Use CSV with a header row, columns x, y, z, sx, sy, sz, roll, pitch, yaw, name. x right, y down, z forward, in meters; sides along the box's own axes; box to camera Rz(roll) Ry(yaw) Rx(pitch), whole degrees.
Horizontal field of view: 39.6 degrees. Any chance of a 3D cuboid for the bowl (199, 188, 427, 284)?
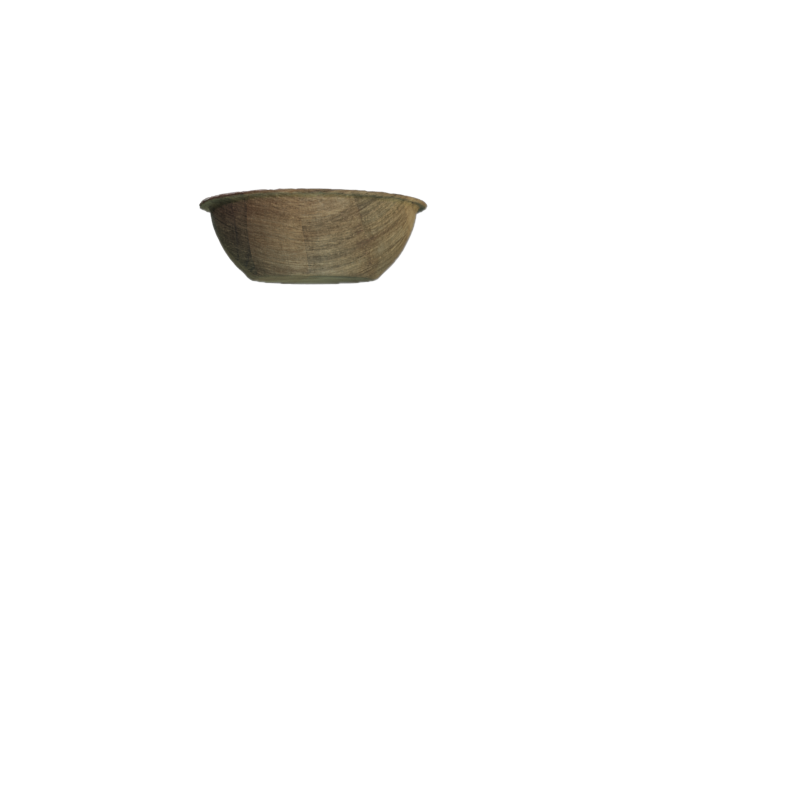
x,y,z,sx,sy,sz,roll,pitch,yaw,name
-0.061,-0.112,0.785,0.162,0.055,0.161,0,1,-2,bowl
